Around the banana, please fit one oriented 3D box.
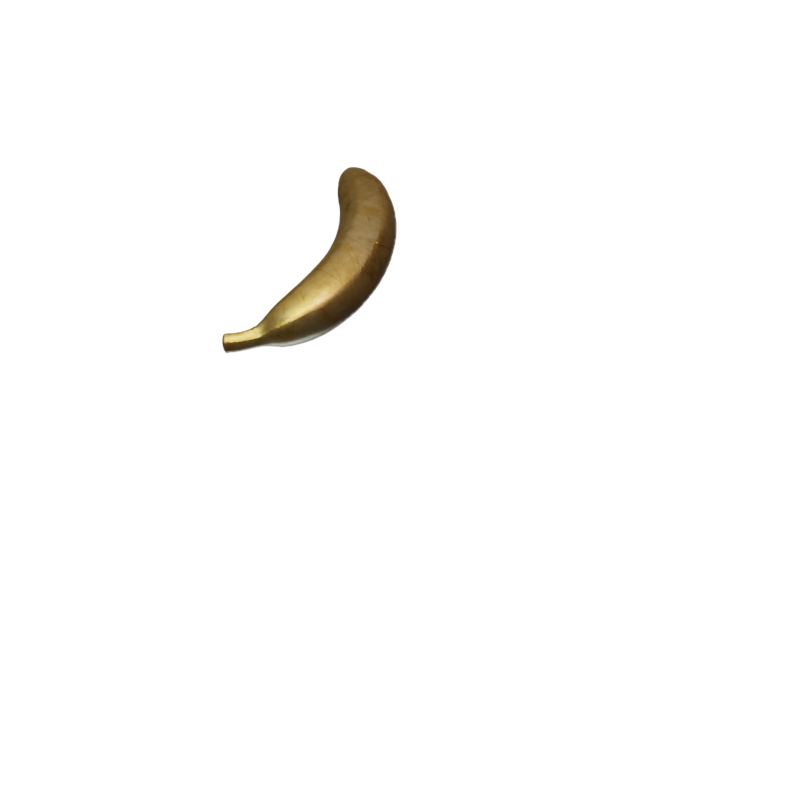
[{"bbox_3d":[-0.039,-0.093,0.693,0.072,0.034,0.205,13,42,15],"label":"banana"}]
